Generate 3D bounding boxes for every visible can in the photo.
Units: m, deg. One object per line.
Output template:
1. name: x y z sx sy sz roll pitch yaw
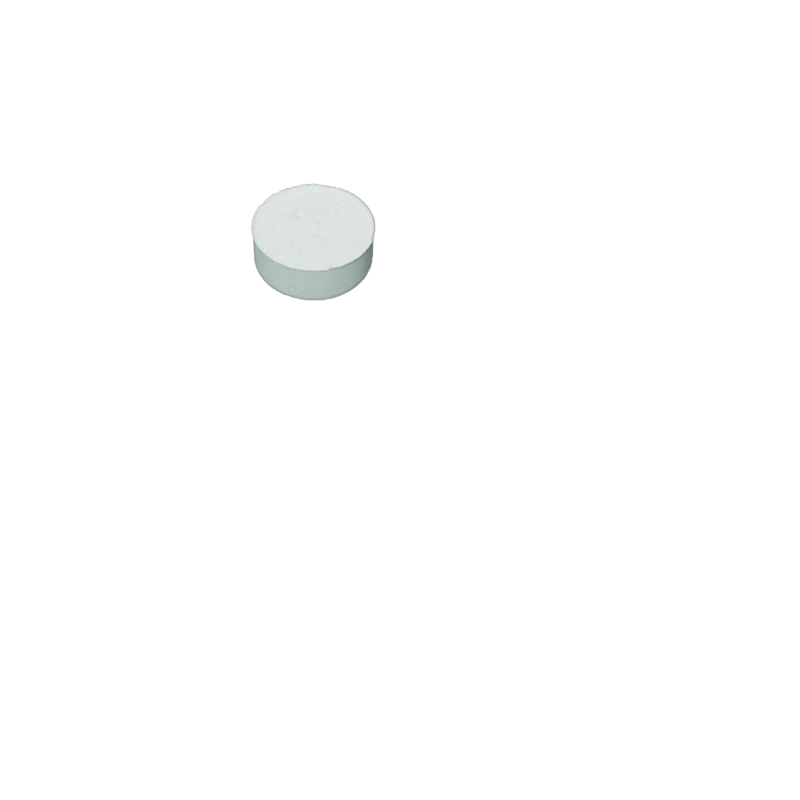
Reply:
1. can: -0.061 -0.111 0.776 0.086 0.092 0.031 -1 -41 -1
